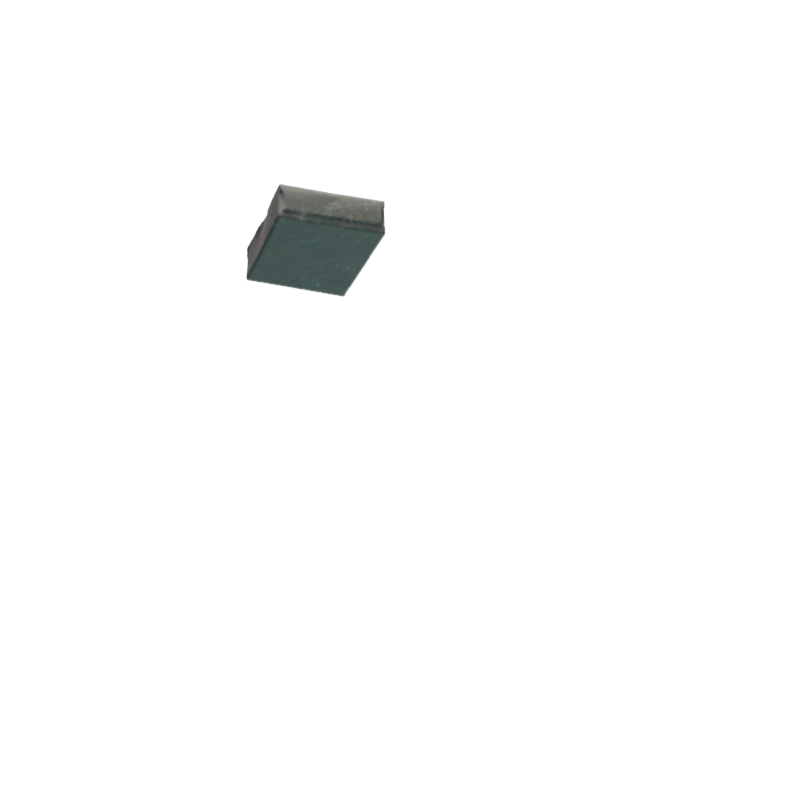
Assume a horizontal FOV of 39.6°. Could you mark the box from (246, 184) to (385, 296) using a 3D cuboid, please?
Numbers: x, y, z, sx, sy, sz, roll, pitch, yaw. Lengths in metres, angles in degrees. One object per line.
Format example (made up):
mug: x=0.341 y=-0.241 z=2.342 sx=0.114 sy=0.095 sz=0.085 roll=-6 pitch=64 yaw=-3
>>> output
box: x=-0.059 y=-0.107 z=0.752 sx=0.071 sy=0.032 sz=0.086 roll=8 pitch=-27 yaw=-17
